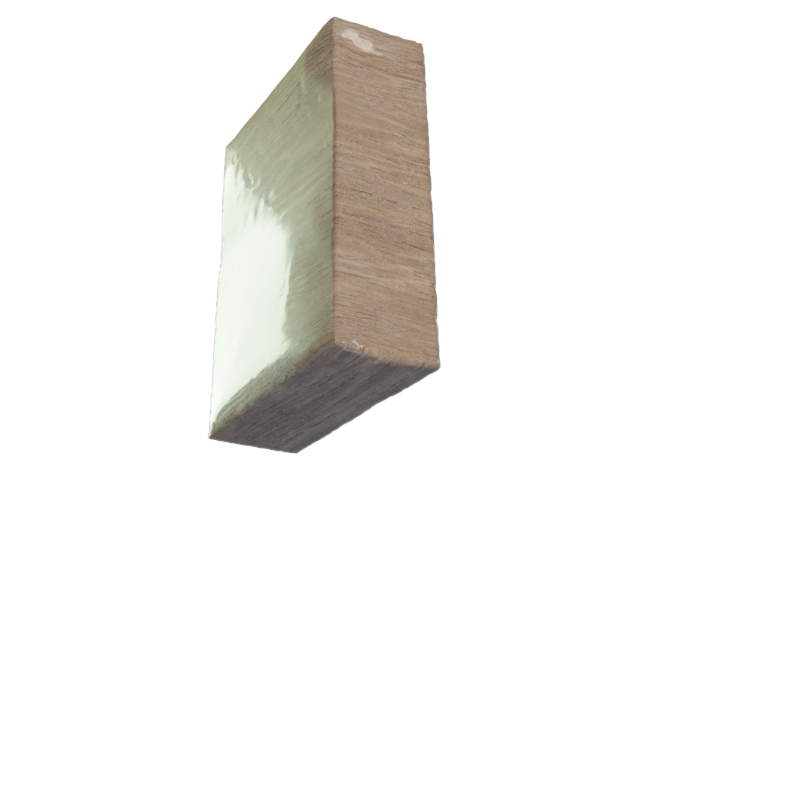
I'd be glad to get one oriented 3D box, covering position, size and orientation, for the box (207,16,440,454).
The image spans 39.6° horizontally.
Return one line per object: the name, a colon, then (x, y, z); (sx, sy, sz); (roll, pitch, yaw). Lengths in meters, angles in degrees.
box: (-0.052, -0.095, 0.668); (0.069, 0.226, 0.162); (14, -29, -29)
